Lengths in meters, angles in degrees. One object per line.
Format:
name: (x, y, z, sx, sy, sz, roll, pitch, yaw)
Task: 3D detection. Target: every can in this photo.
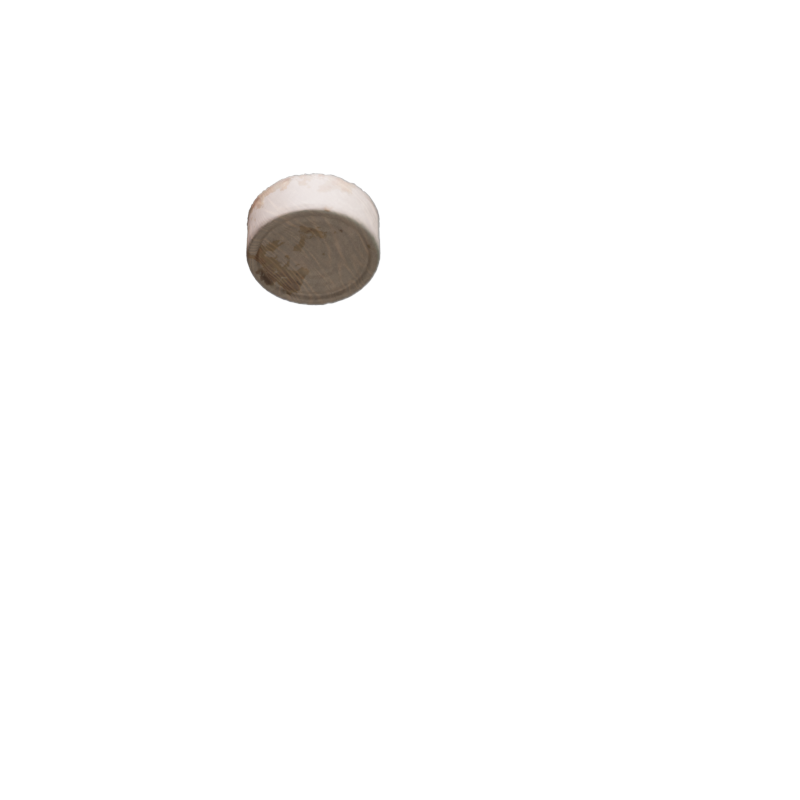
can: (-0.055, -0.100, 0.703, 0.086, 0.036, 0.080, 1, -44, -1)
